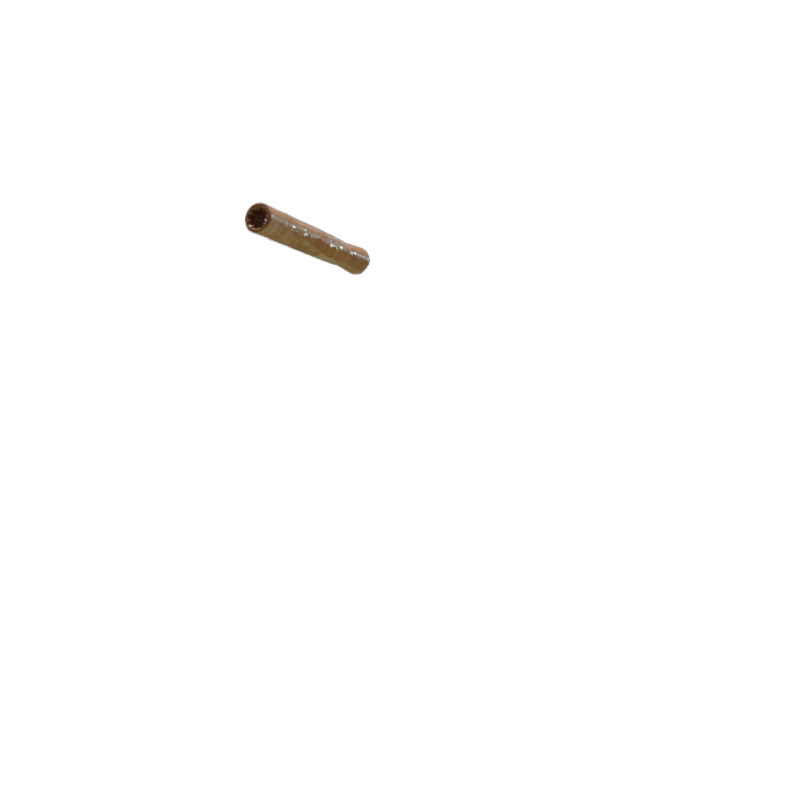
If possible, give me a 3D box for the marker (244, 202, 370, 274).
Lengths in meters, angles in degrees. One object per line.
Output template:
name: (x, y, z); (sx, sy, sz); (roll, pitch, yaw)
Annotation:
marker: (-0.054, -0.099, 0.692); (0.020, 0.020, 0.114); (3, -6, 31)
